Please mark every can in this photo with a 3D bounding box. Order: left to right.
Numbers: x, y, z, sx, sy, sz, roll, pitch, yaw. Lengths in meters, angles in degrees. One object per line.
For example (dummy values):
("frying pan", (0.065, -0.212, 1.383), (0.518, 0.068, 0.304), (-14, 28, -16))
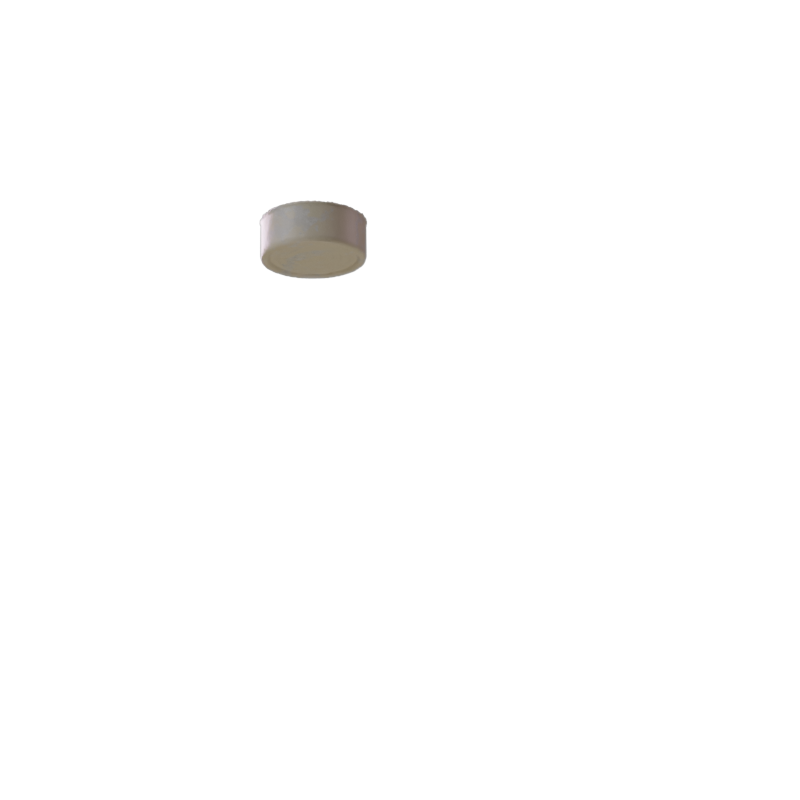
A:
("can", (-0.069, -0.125, 0.879), (0.086, 0.035, 0.082), (0, -16, -2))
